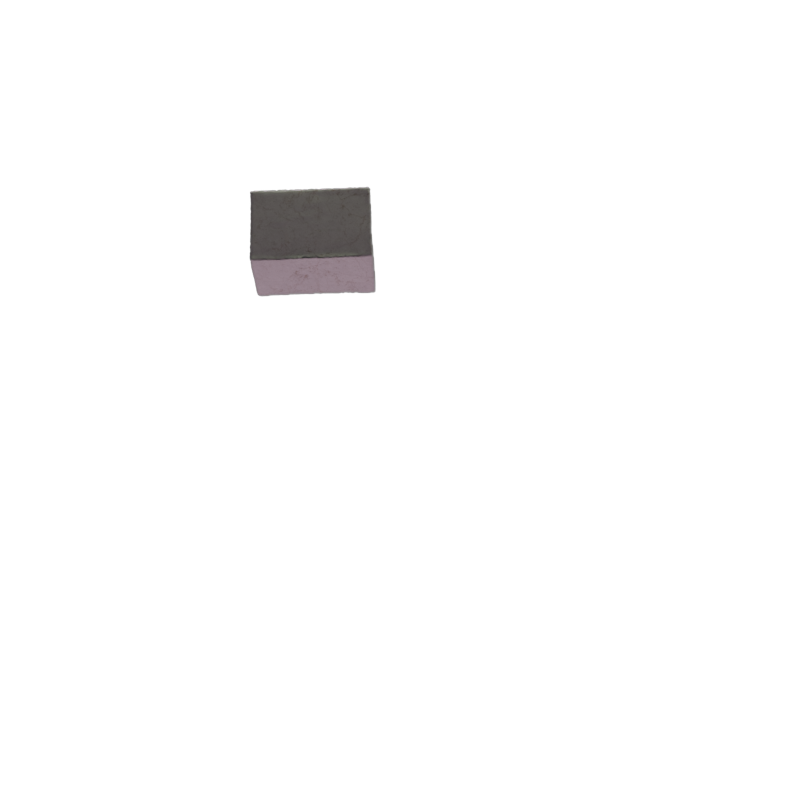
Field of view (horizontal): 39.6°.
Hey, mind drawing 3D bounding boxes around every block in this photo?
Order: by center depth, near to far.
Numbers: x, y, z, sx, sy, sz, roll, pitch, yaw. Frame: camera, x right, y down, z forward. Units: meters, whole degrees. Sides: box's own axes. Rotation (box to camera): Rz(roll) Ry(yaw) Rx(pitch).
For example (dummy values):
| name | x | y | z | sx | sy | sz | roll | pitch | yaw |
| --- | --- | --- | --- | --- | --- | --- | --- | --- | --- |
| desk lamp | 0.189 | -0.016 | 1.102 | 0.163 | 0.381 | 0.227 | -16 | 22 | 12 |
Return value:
| name | x | y | z | sx | sy | sz | roll | pitch | yaw |
| --- | --- | --- | --- | --- | --- | --- | --- | --- | --- |
| block | -0.055 | -0.101 | 0.705 | 0.078 | 0.054 | 0.050 | -1 | -24 | 1 |
